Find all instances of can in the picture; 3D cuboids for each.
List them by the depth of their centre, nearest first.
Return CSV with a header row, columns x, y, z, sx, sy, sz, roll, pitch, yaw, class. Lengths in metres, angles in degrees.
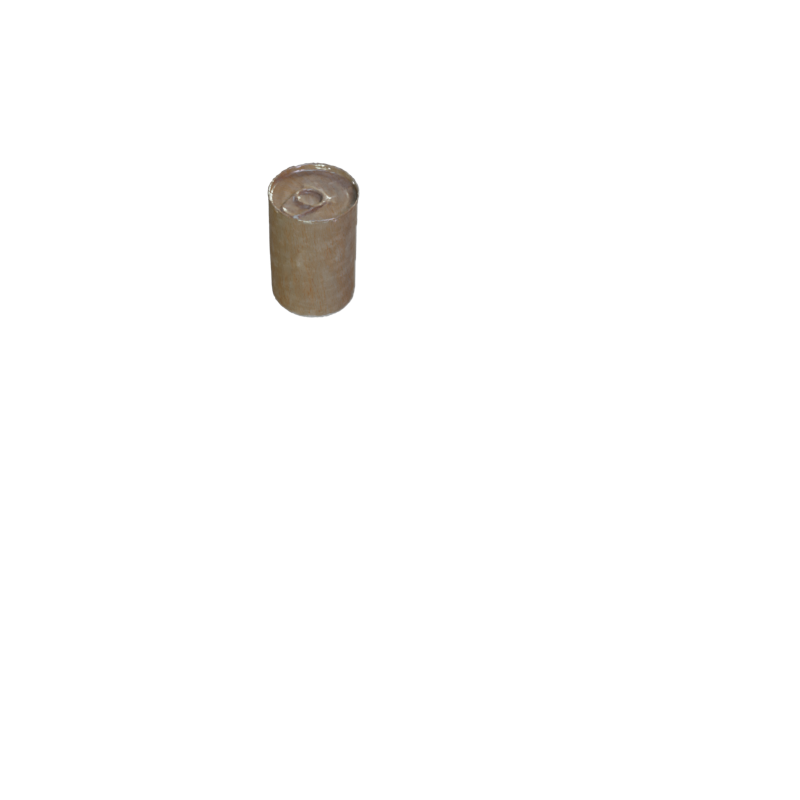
x,y,z,sx,sy,sz,roll,pitch,yaw,class
-0.067,-0.122,0.851,0.068,0.074,0.095,0,-44,-3,can
